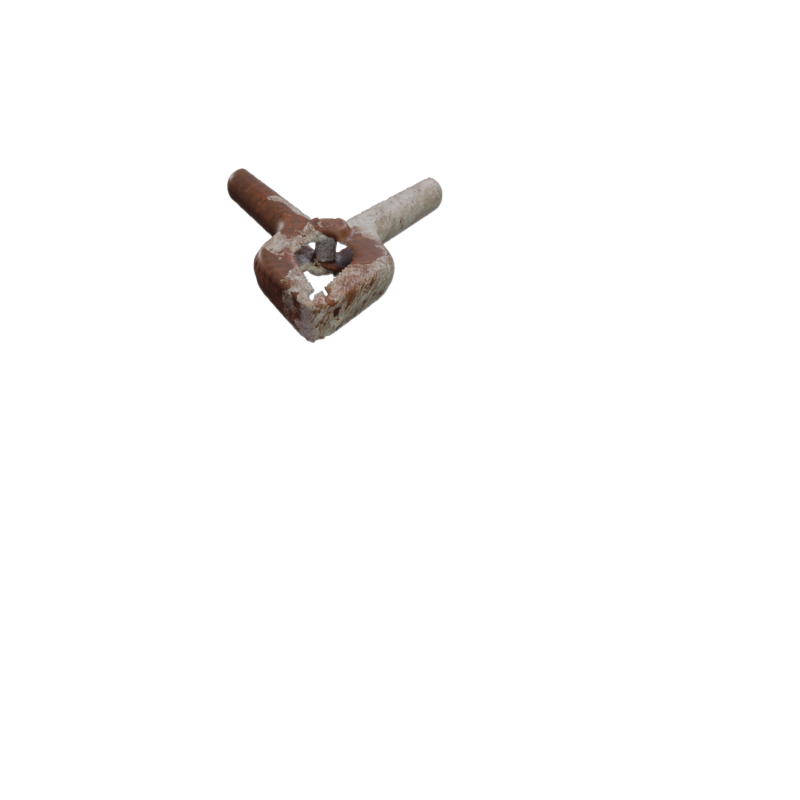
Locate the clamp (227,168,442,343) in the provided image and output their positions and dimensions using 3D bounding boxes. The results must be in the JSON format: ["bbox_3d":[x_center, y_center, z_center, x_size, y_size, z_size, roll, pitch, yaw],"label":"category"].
[{"bbox_3d":[-0.061,-0.111,0.781,0.167,0.034,0.221,5,35,7],"label":"clamp"}]
